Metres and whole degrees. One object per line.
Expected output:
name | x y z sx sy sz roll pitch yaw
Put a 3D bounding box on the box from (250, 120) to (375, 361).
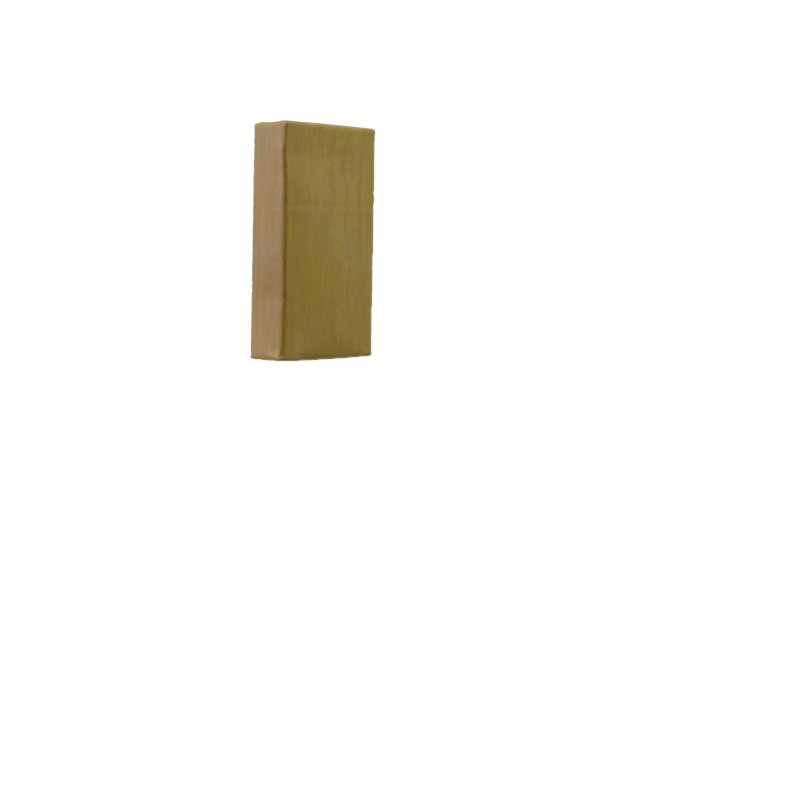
box | -0.066 -0.120 0.838 0.090 0.177 0.050 -1 0 -44
